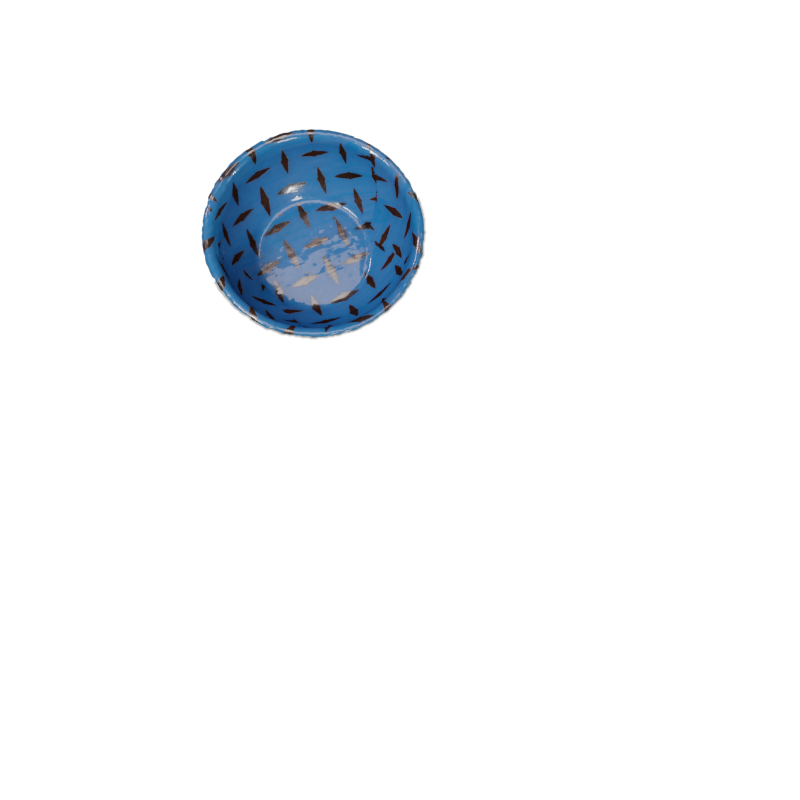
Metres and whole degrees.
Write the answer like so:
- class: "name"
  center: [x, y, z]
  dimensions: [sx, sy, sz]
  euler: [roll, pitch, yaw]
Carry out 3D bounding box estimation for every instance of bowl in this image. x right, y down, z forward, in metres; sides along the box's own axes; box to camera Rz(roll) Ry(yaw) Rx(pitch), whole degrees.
- class: "bowl"
  center: [-0.065, -0.118, 0.826]
  dimensions: [0.162, 0.169, 0.053]
  euler: [-1, -18, -1]
